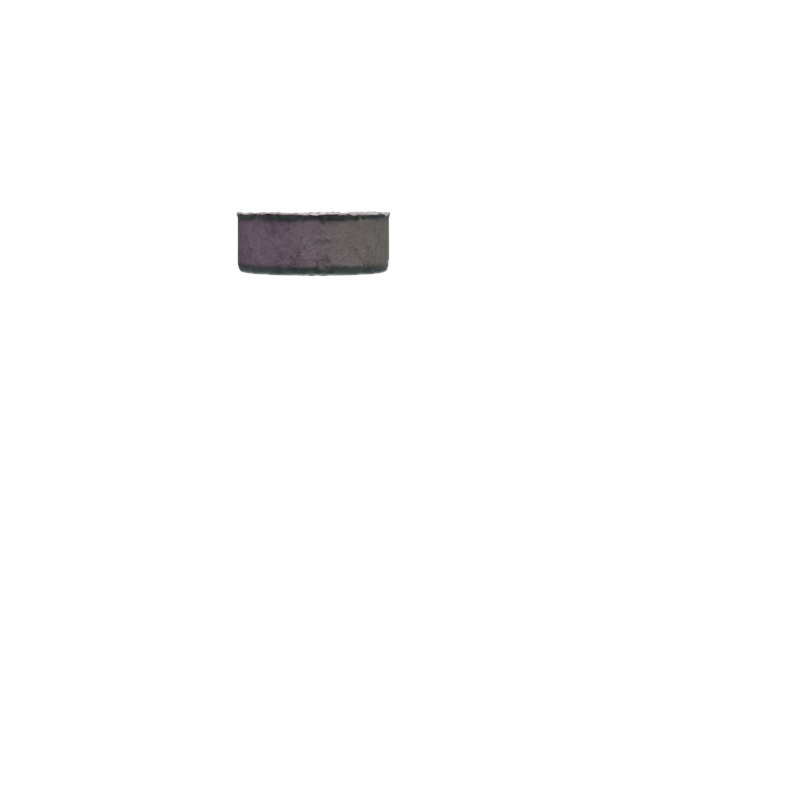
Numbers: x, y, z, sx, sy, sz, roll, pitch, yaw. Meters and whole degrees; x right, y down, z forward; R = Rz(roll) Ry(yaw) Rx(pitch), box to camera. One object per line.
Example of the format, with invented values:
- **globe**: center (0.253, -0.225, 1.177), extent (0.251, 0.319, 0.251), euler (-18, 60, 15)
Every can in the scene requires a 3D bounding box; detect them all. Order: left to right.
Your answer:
- **can**: center (-0.048, -0.088, 0.619), extent (0.086, 0.033, 0.087), euler (0, 9, -2)
